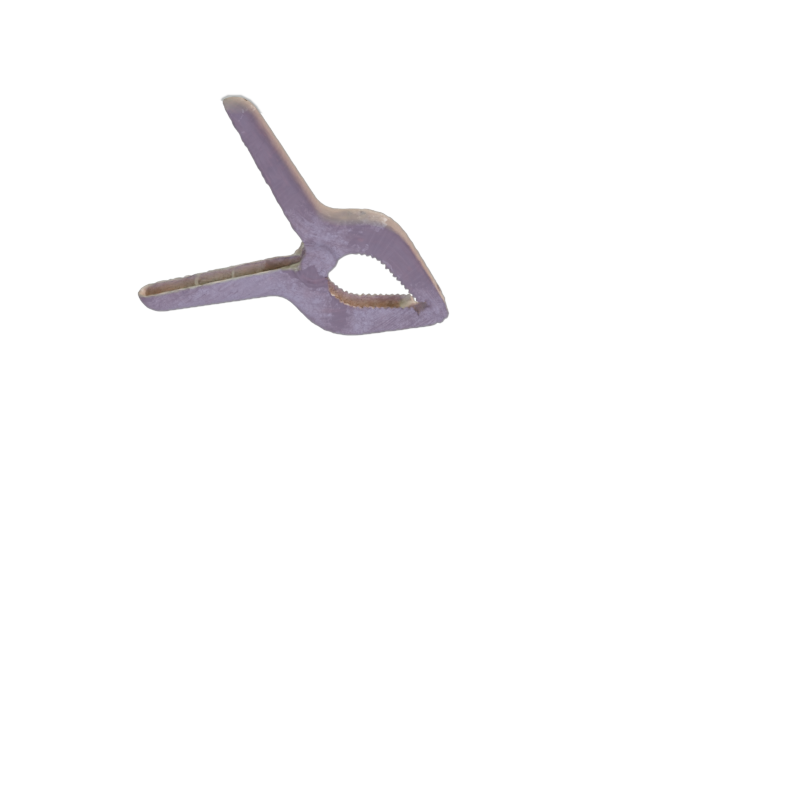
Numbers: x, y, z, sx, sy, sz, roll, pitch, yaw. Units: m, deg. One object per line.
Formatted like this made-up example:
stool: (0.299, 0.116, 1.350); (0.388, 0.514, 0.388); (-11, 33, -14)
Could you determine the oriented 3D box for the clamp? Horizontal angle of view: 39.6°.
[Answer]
clamp: (-0.060, -0.109, 0.761); (0.207, 0.158, 0.038); (17, 24, -8)
